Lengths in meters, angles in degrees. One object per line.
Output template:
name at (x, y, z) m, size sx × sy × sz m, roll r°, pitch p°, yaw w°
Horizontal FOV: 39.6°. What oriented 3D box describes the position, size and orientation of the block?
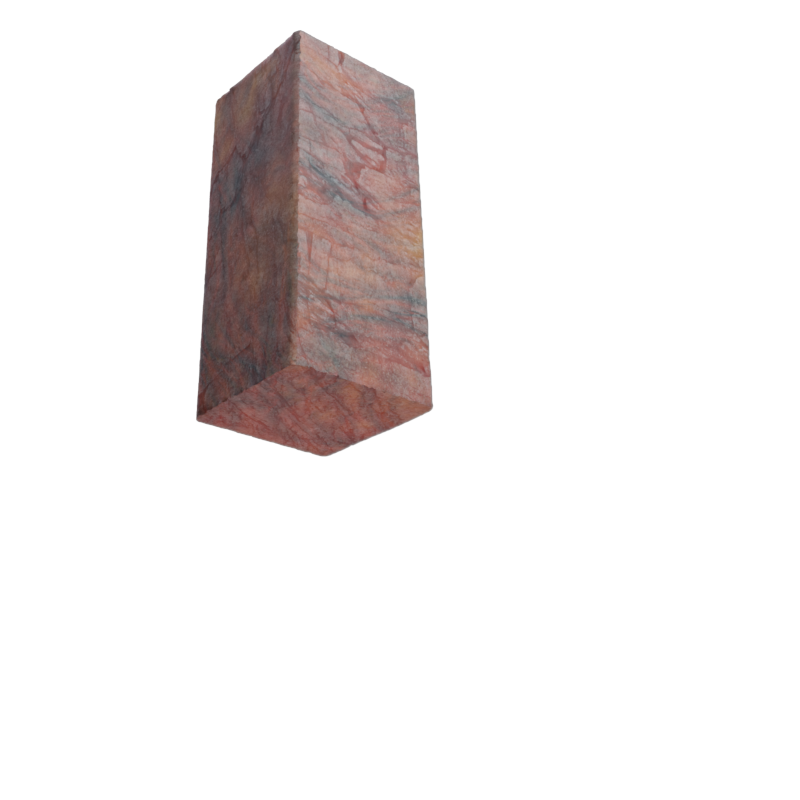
block at (-0.048, -0.088, 0.616) m, size 0.086 × 0.219 × 0.090 m, roll 21°, pitch -36°, yaw -35°
